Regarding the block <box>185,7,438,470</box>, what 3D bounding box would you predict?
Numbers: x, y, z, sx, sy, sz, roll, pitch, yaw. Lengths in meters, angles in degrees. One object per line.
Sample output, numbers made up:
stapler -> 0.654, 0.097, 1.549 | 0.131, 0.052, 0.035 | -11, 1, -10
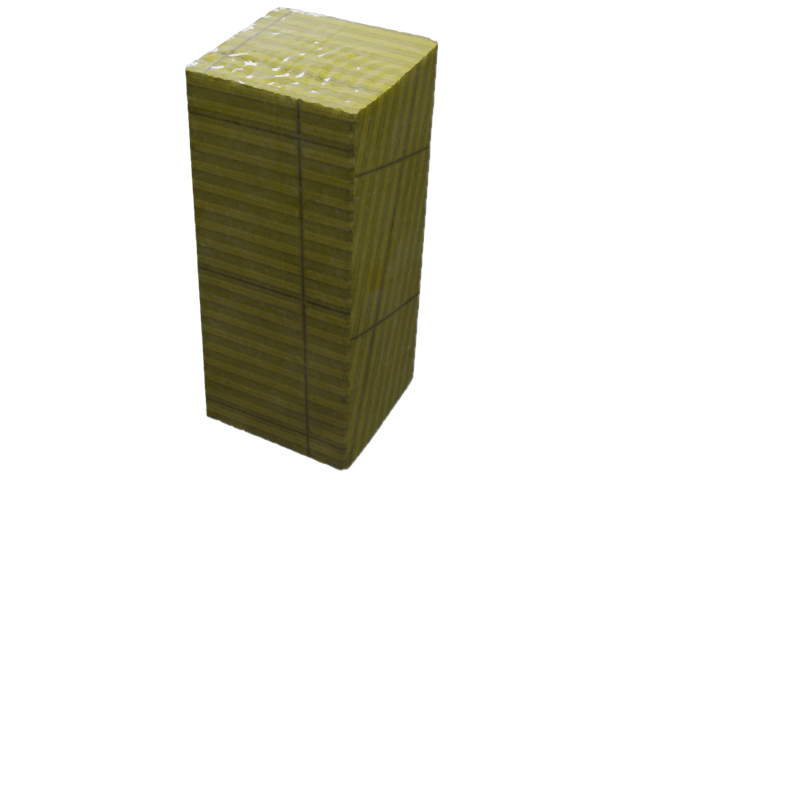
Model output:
block -> -0.044, -0.081, 0.564 | 0.094, 0.193, 0.092 | 18, 39, 20
